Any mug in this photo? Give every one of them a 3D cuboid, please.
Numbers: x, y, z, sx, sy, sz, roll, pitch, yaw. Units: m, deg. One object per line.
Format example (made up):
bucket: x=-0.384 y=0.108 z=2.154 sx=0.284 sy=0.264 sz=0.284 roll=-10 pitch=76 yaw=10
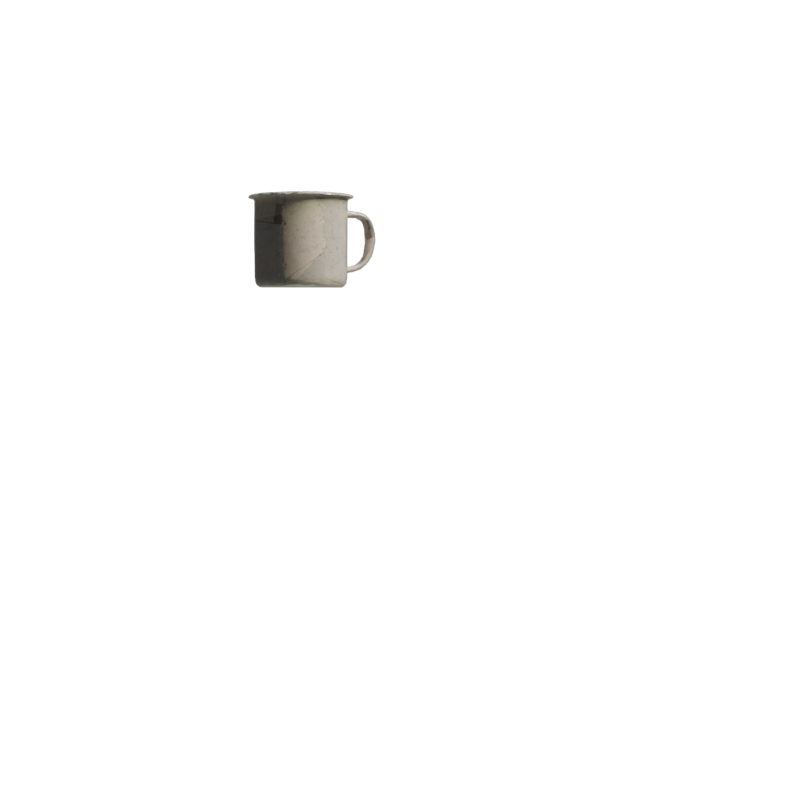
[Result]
mug: x=-0.077 y=-0.140 z=0.981 sx=0.114 sy=0.082 sz=0.096 roll=-2 pitch=3 yaw=-26
